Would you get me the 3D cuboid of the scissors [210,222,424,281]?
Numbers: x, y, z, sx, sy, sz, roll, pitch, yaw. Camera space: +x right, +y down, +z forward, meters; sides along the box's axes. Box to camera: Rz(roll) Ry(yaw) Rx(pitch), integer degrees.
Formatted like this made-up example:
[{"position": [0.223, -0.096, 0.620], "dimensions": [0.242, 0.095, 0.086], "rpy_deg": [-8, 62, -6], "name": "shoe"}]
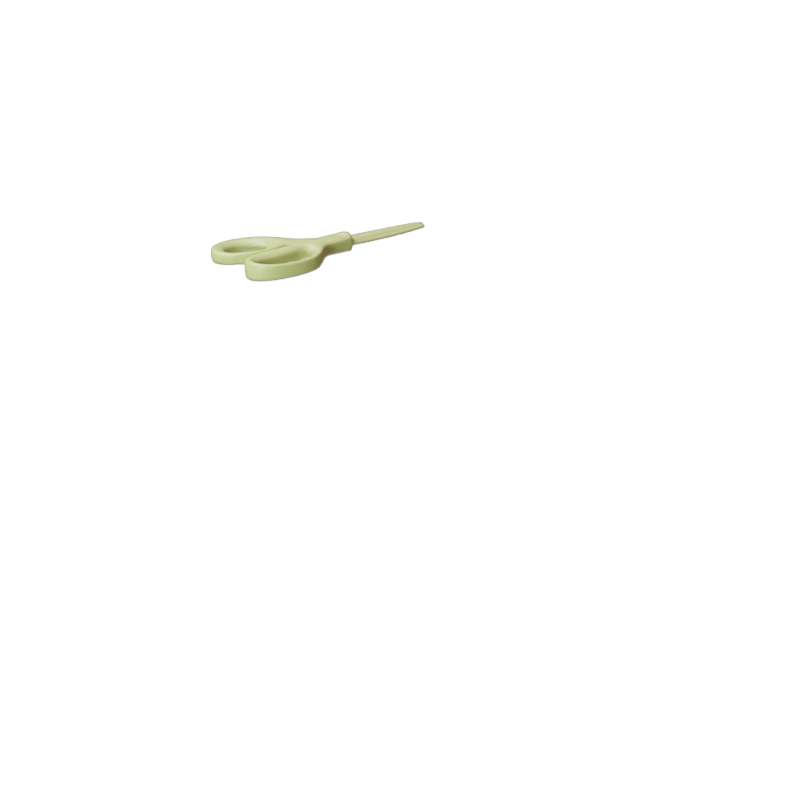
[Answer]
[{"position": [-0.068, -0.124, 0.871], "dimensions": [0.100, 0.015, 0.201], "rpy_deg": [11, 23, 27], "name": "scissors"}]
